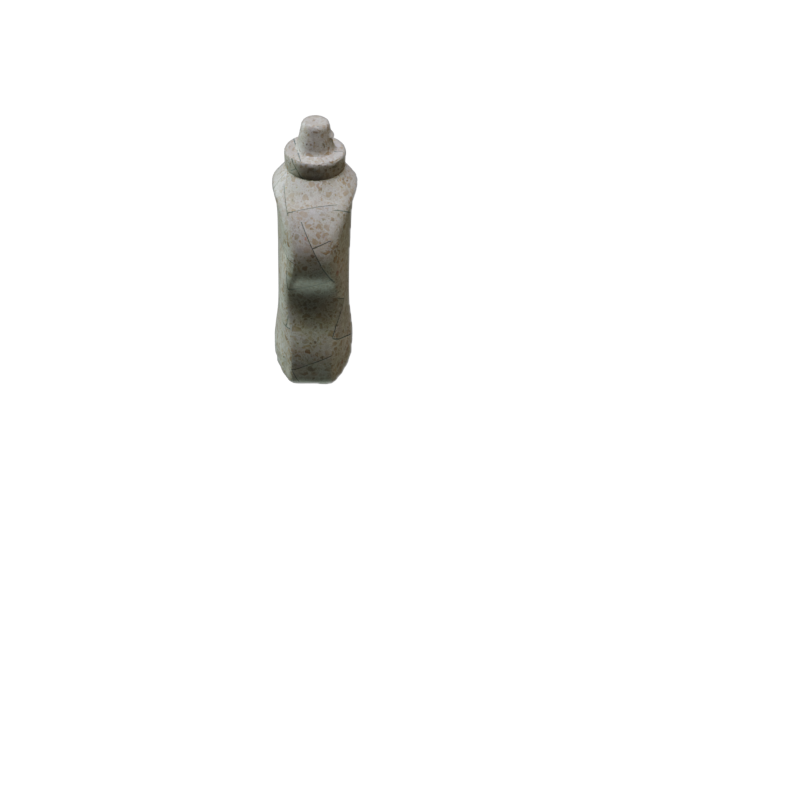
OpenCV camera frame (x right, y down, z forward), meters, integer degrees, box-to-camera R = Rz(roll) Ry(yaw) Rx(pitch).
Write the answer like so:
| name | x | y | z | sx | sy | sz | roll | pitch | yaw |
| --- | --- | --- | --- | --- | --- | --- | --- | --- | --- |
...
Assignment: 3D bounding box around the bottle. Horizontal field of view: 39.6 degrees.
| name | x | y | z | sx | sy | sz | roll | pitch | yaw |
| --- | --- | --- | --- | --- | --- | --- | --- | --- | --- |
| bottle | -0.060 | -0.111 | 0.775 | 0.058 | 0.179 | 0.103 | 2 | 38 | -1 |
